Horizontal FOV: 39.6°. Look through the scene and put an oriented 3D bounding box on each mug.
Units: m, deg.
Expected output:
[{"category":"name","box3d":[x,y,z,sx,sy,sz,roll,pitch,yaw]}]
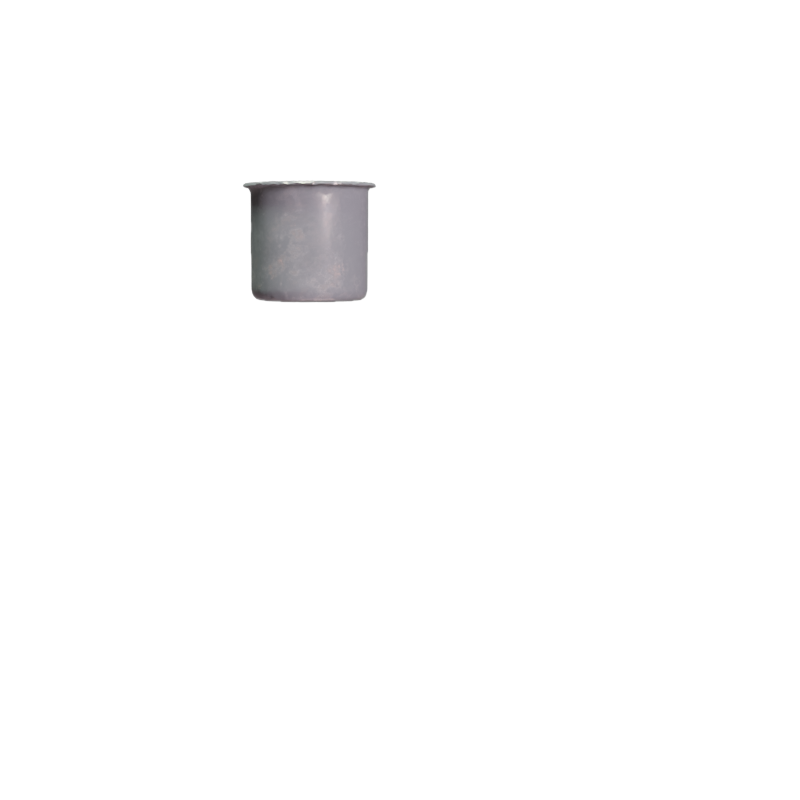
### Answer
[{"category":"mug","box3d":[-0.062,-0.113,0.788,0.095,0.081,0.116,1,6,10]}]
